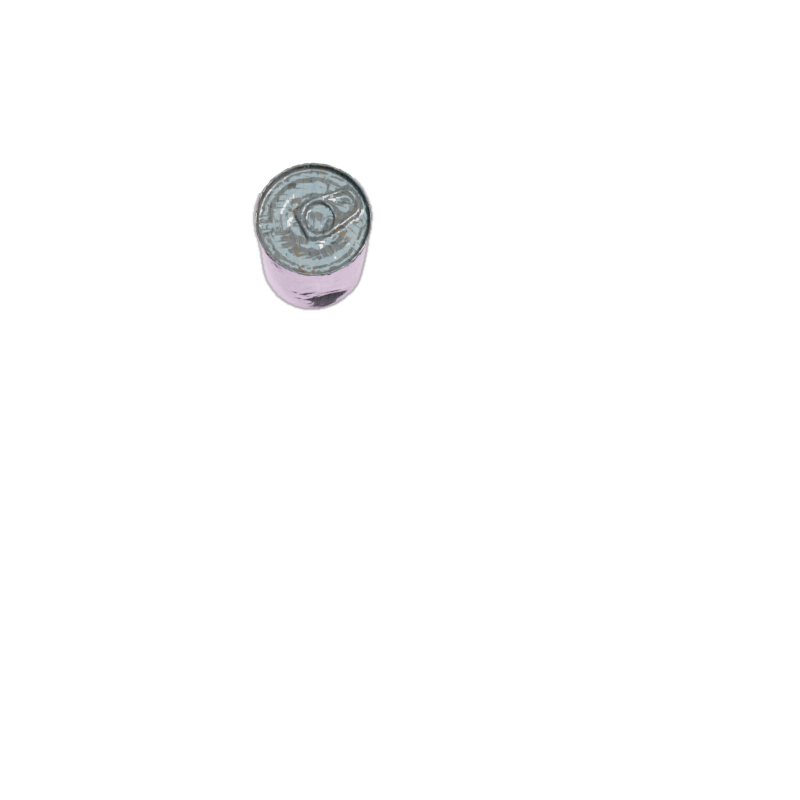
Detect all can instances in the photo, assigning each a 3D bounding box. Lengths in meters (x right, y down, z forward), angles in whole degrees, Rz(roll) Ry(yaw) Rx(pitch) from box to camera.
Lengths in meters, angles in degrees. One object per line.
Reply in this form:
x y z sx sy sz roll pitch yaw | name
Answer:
-0.054 -0.098 0.685 0.068 0.071 0.099 0 -10 -3 | can
